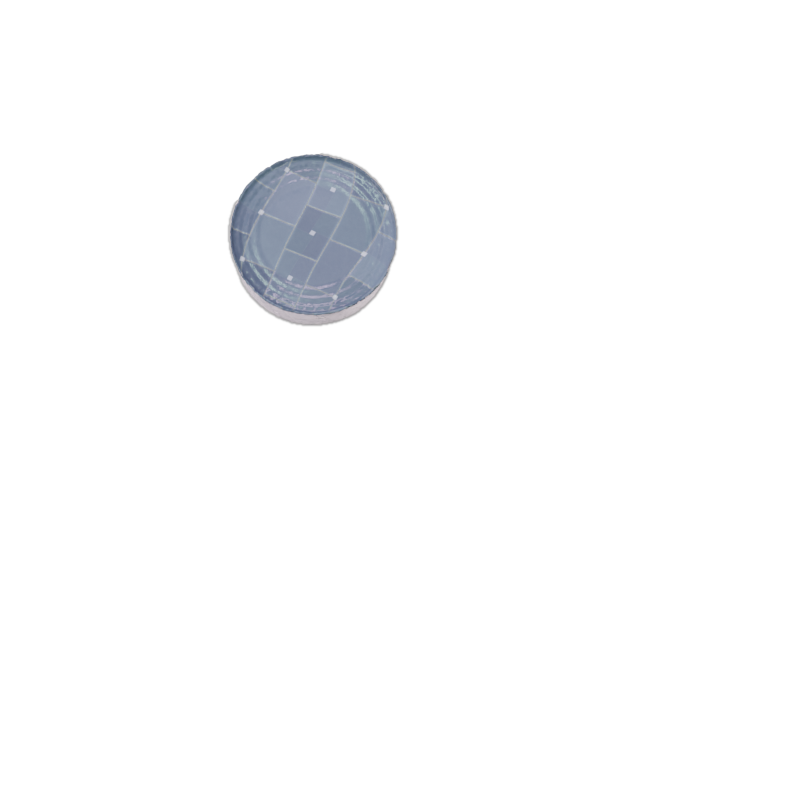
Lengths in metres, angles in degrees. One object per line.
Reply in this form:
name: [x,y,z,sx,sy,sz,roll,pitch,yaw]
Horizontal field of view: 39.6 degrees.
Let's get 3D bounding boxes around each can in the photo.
can: [-0.045,-0.083,0.580,0.086,0.089,0.032,0,-15,-1]
